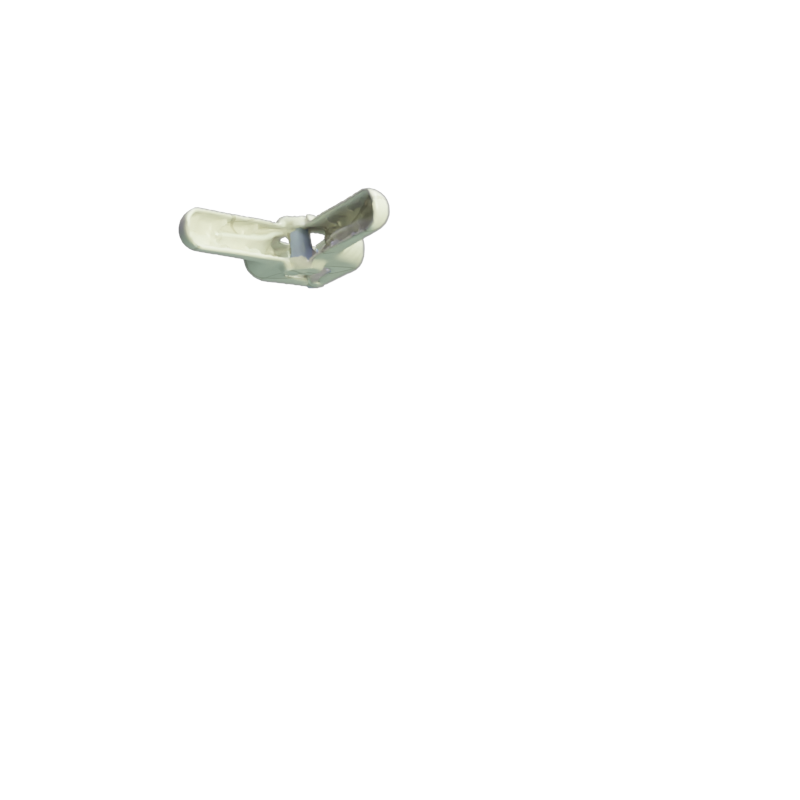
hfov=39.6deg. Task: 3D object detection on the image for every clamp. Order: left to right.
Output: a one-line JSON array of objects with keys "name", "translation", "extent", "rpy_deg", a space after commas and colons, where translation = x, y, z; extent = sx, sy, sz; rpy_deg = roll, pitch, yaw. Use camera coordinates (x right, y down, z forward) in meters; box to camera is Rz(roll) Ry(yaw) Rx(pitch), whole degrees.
[{"name": "clamp", "translation": [-0.054, -0.099, 0.694], "extent": [0.122, 0.040, 0.166], "rpy_deg": [0, -1, 13]}]
